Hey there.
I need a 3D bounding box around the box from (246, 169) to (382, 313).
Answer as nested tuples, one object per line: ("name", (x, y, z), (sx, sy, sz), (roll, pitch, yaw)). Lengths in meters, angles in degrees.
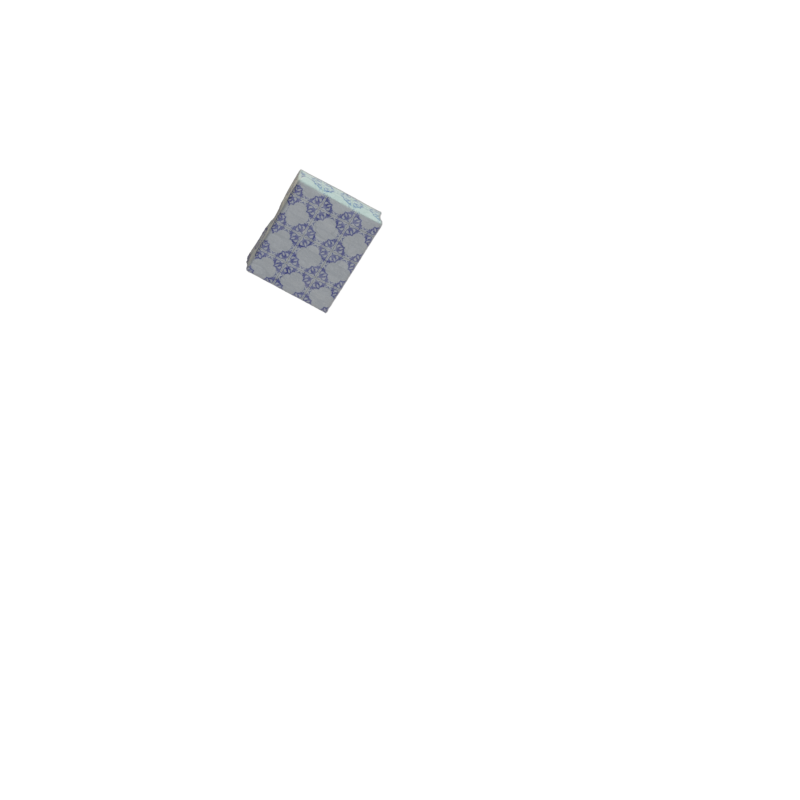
("box", (-0.067, -0.122, 0.856), (0.071, 0.087, 0.032), (28, 21, -13))
